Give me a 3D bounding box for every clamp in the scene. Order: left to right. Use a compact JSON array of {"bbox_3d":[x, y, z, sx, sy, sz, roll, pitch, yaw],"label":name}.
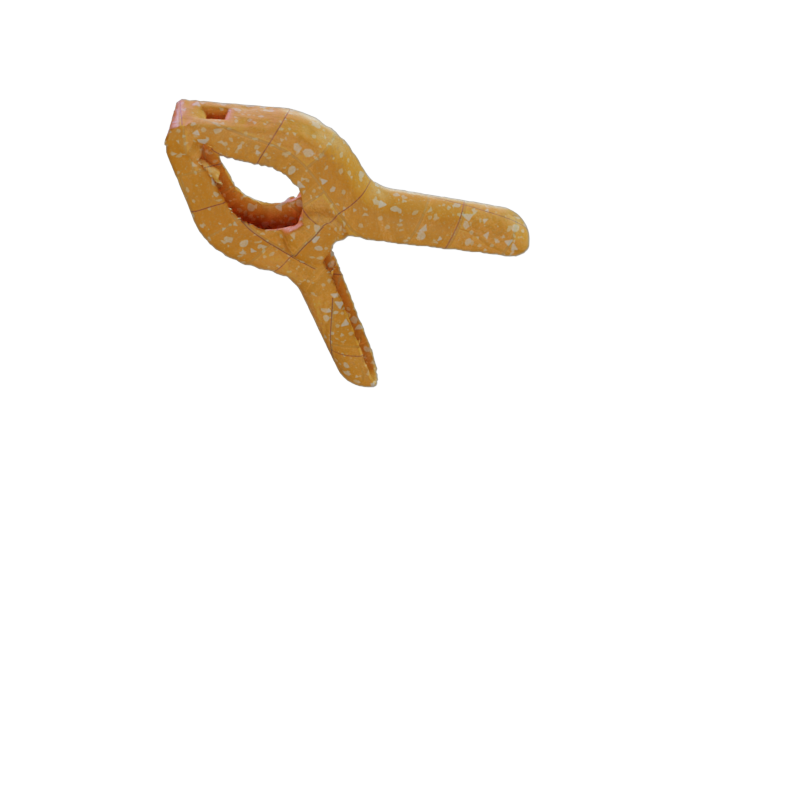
[{"bbox_3d":[-0.040,-0.074,0.515,0.166,0.117,0.042,28,25,-14],"label":"clamp"}]
